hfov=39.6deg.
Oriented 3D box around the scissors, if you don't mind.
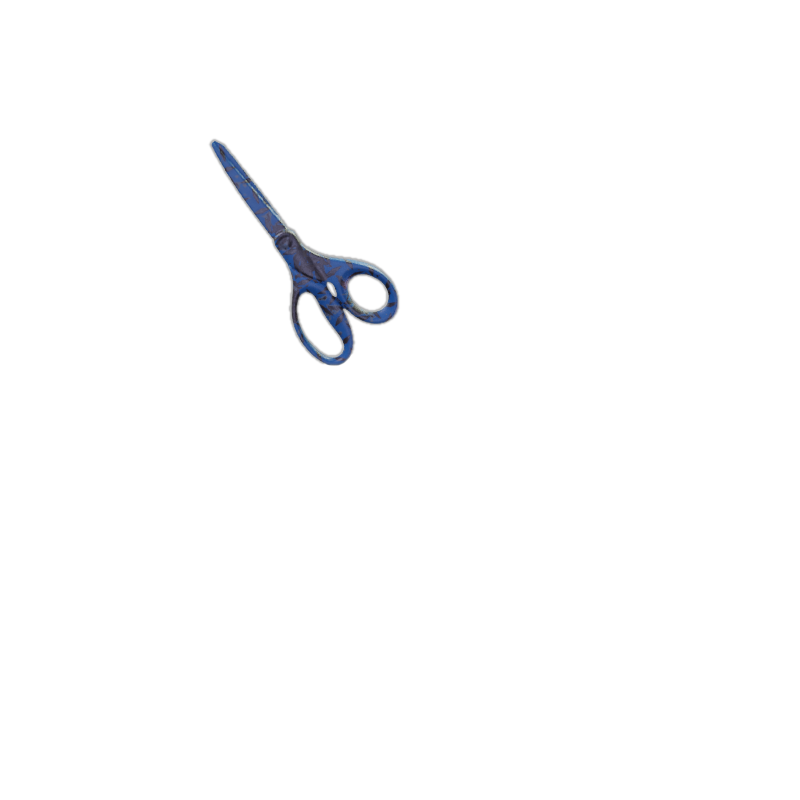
[{"bbox_3d":[-0.068,-0.124,0.870,0.096,0.196,0.016,-20,10,4],"label":"scissors"}]
